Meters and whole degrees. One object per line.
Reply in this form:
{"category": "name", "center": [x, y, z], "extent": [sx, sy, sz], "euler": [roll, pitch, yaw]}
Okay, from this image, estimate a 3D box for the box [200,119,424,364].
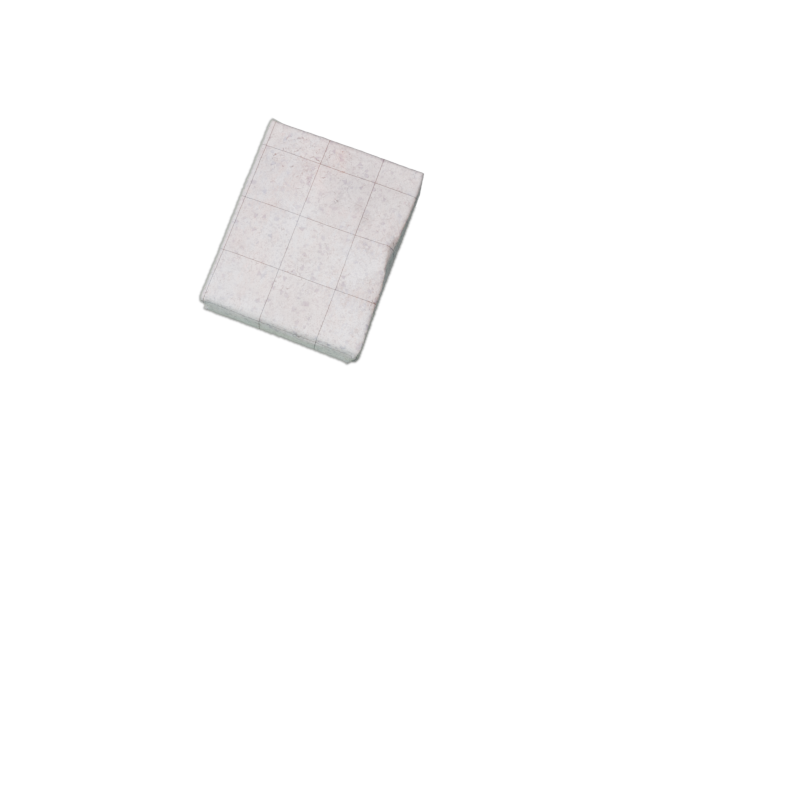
{"category": "box", "center": [-0.038, -0.070, 0.489], "extent": [0.074, 0.092, 0.029], "euler": [19, -14, 4]}
